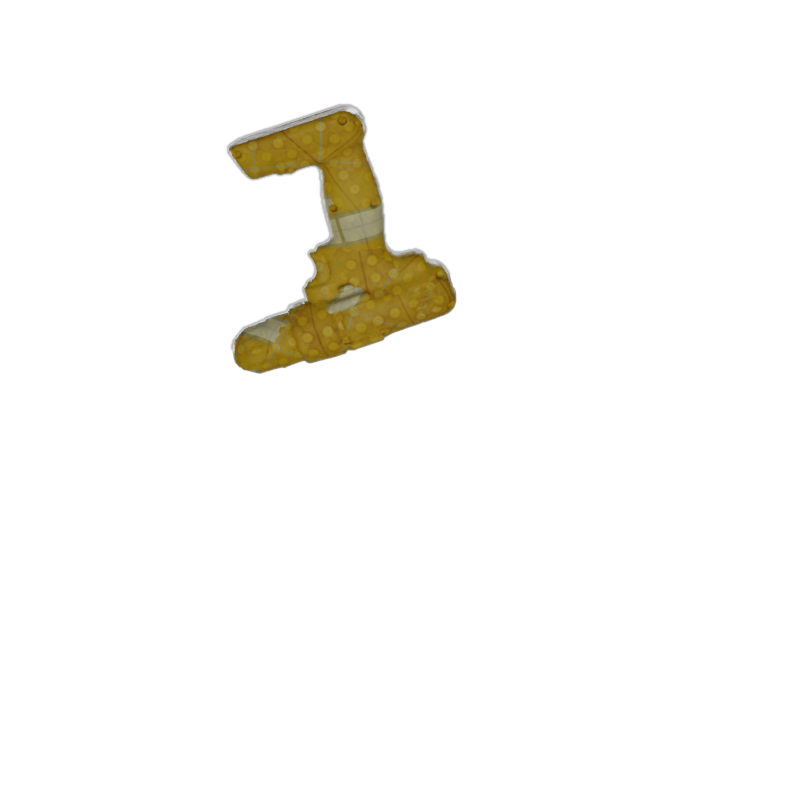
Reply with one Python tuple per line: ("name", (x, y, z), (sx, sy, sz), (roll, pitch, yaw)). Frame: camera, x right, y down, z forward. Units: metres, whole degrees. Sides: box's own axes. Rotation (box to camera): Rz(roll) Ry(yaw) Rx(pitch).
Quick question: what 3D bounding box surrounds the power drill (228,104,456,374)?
("power drill", (-0.068, -0.124, 0.867), (0.185, 0.181, 0.059), (-19, 14, 4))
